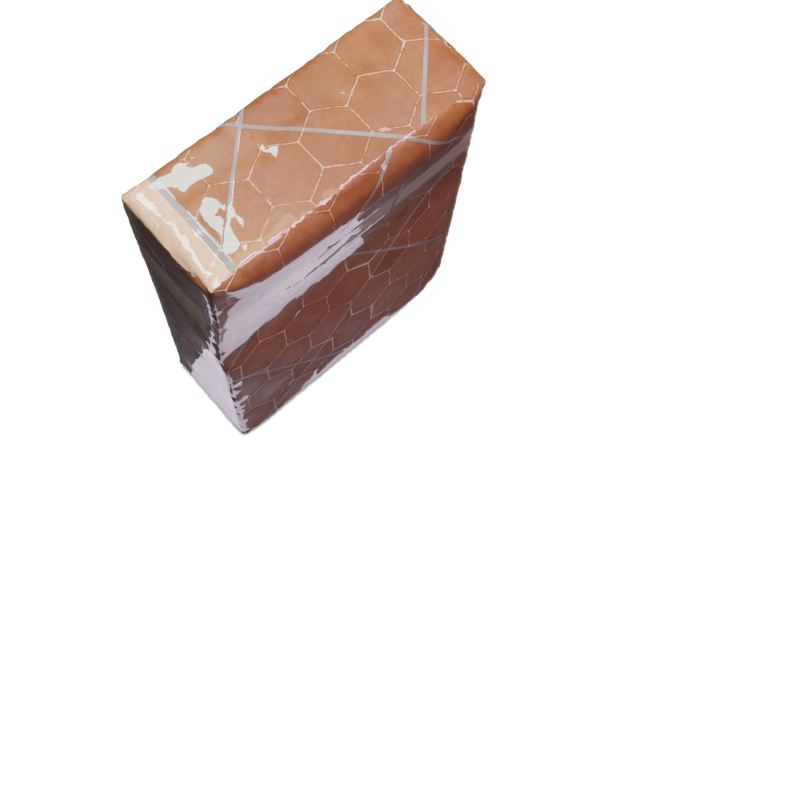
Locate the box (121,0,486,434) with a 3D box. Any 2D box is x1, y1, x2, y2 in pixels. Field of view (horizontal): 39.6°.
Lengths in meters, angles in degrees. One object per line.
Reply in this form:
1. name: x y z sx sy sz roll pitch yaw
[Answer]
1. box: -0.045 -0.083 0.579 0.165 0.075 0.204 -41 -11 -15
